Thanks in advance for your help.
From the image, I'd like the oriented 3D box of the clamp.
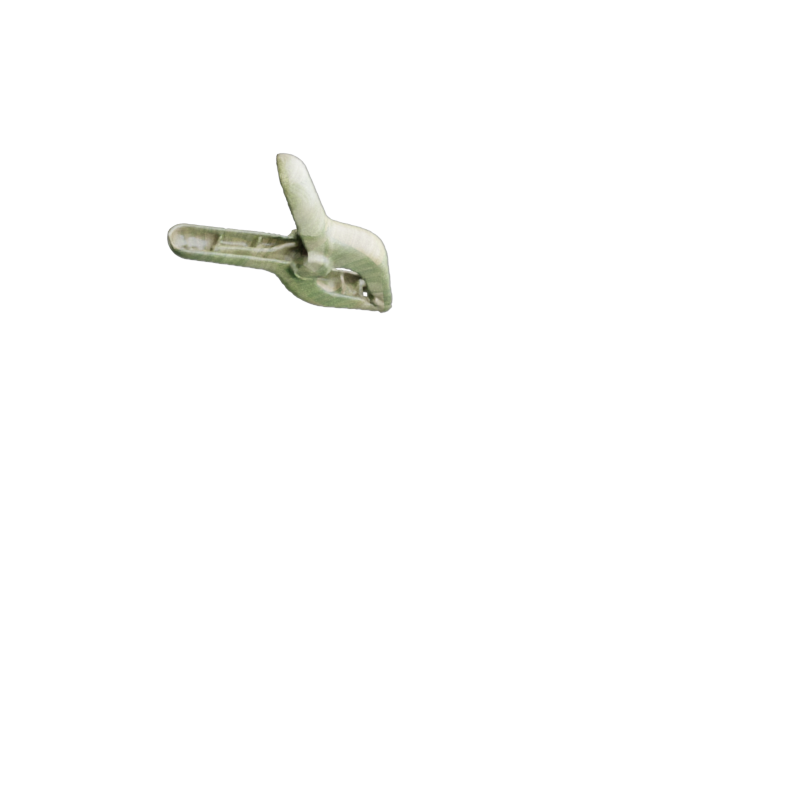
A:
[{"bbox_3d":[-0.060,-0.109,0.763,0.162,0.042,0.120,18,-30,-34],"label":"clamp"}]
